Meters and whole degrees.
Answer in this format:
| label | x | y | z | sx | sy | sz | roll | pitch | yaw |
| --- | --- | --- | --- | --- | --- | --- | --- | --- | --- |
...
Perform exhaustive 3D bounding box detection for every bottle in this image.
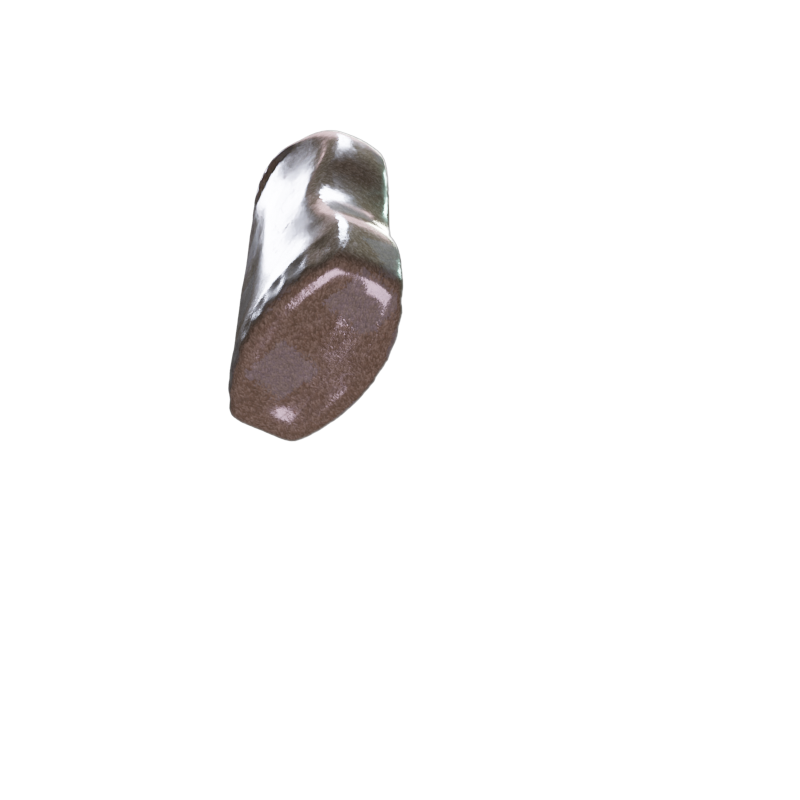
| label | x | y | z | sx | sy | sz | roll | pitch | yaw |
| --- | --- | --- | --- | --- | --- | --- | --- | --- | --- |
| bottle | -0.041 | -0.075 | 0.529 | 0.056 | 0.093 | 0.205 | 23 | 31 | -19 |
